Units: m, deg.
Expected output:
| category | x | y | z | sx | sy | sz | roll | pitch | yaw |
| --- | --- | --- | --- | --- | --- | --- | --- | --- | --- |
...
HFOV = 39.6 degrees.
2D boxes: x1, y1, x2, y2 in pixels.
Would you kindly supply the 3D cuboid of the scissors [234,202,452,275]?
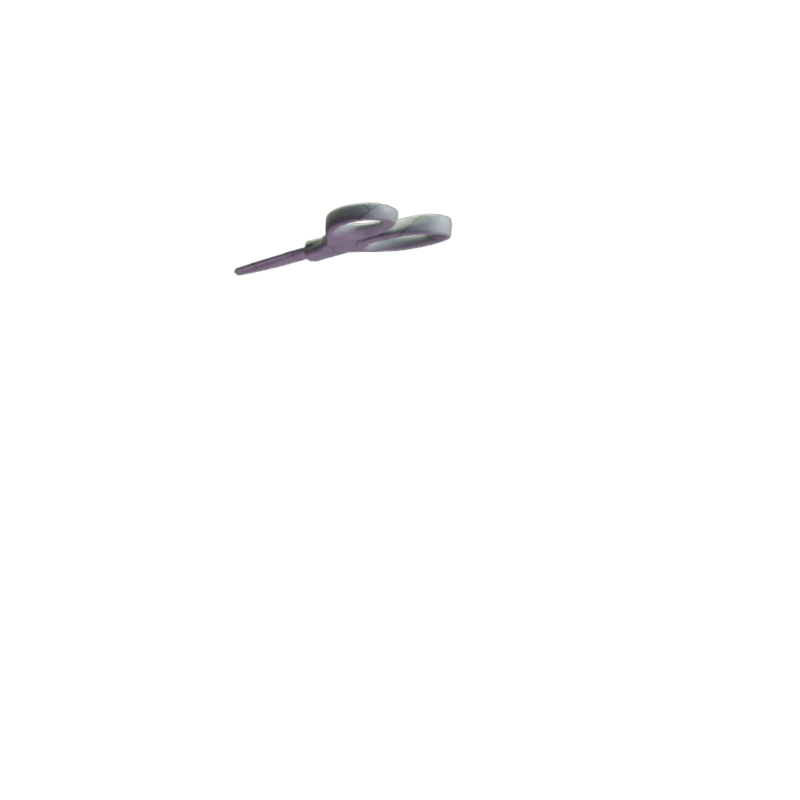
| category | x | y | z | sx | sy | sz | roll | pitch | yaw |
| --- | --- | --- | --- | --- | --- | --- | --- | --- | --- |
| scissors | -0.062 | -0.114 | 0.798 | 0.207 | 0.016 | 0.091 | -5 | -10 | 29 |
